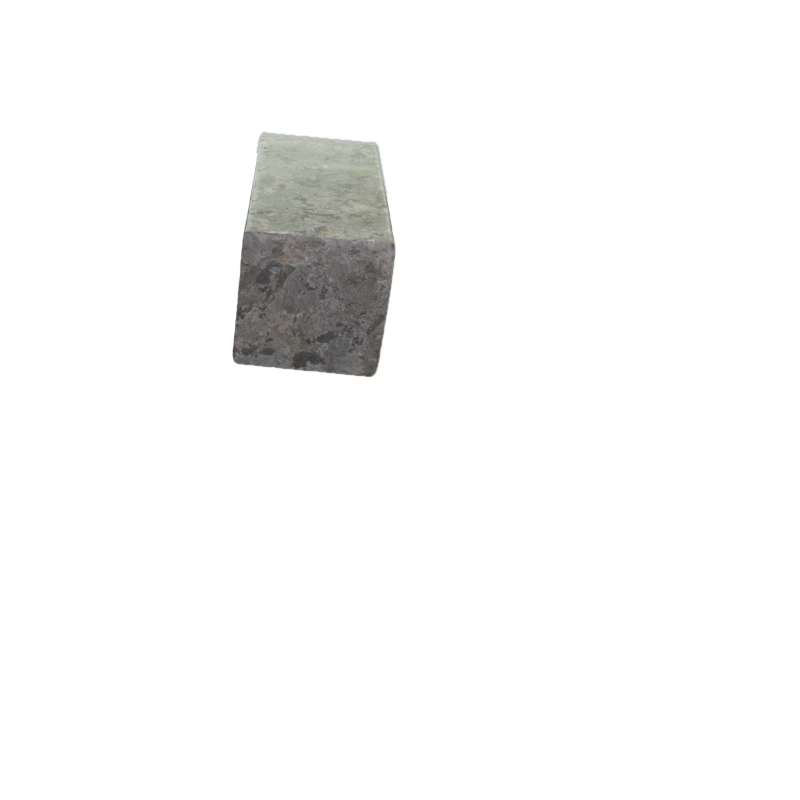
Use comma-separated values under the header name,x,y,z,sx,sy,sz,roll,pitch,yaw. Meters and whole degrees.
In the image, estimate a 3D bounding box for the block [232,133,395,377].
name,x,y,z,sx,sy,sz,roll,pitch,yaw
block,-0.058,-0.106,0.749,0.090,0.086,0.218,5,27,-6
